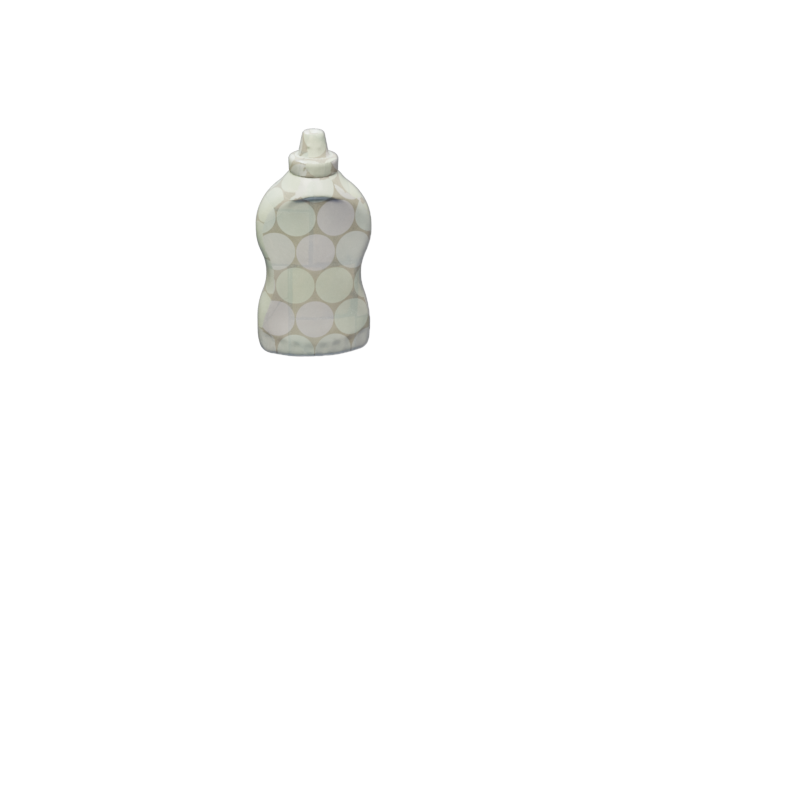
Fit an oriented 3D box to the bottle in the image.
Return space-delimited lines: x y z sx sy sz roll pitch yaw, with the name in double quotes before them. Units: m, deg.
"bottle" -0.073 -0.132 0.926 0.095 0.182 0.062 -1 25 -5
